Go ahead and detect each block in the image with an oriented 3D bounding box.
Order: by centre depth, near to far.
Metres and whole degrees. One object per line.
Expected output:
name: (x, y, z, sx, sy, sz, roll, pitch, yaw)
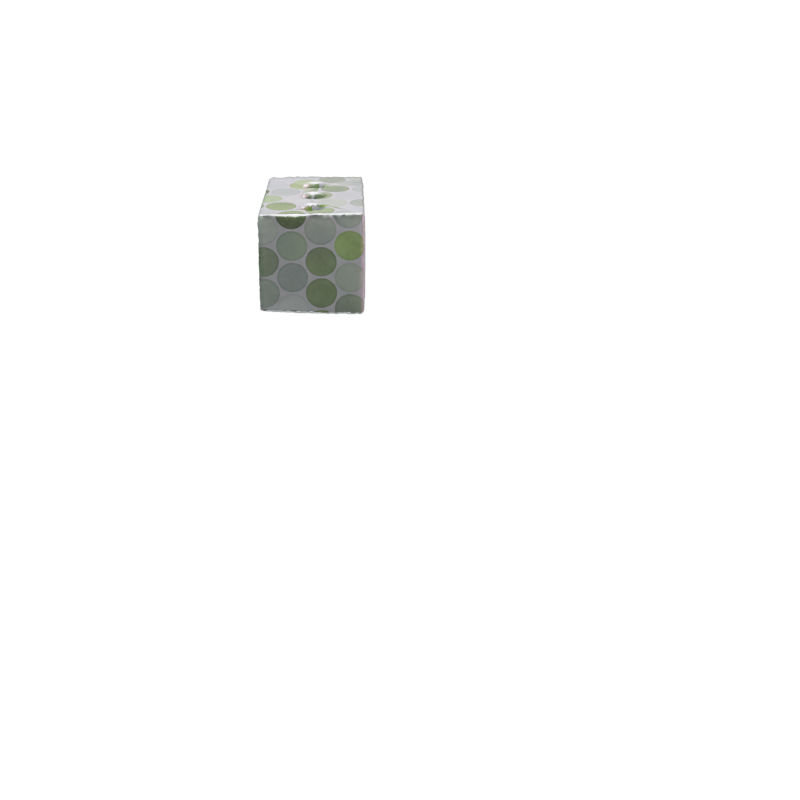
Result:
block: (-0.045, -0.082, 0.571, 0.053, 0.049, 0.082, 0, 22, -2)
